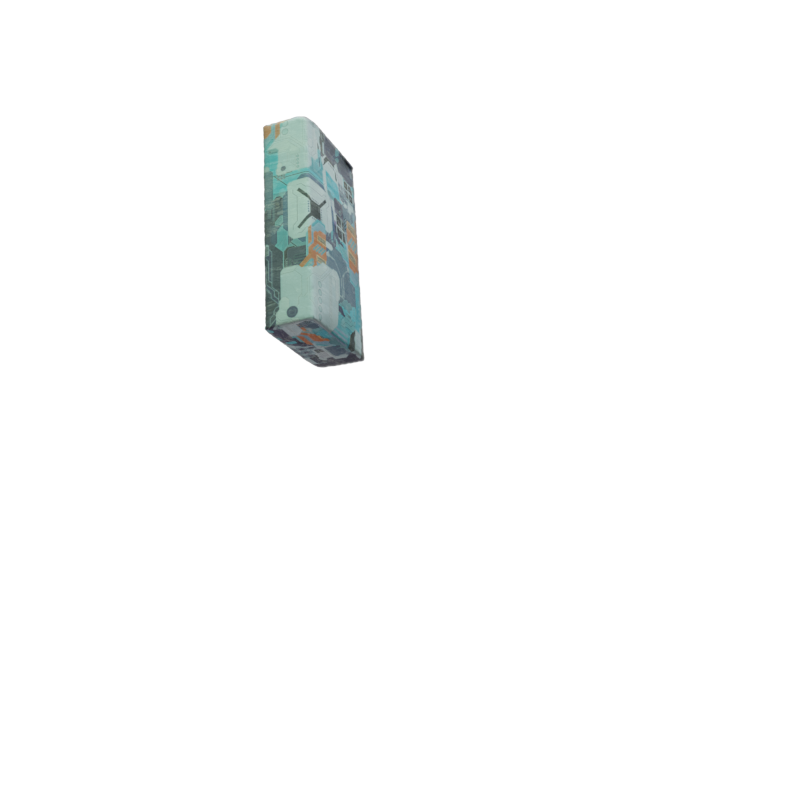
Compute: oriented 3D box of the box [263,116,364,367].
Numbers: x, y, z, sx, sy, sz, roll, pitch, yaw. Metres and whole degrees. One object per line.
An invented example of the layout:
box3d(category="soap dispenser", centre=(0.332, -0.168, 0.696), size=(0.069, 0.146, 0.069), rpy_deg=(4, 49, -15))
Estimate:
box3d(category="box", centre=(-0.067, -0.122, 0.855), size=(0.049, 0.186, 0.087), rpy_deg=(-12, -26, 21))
